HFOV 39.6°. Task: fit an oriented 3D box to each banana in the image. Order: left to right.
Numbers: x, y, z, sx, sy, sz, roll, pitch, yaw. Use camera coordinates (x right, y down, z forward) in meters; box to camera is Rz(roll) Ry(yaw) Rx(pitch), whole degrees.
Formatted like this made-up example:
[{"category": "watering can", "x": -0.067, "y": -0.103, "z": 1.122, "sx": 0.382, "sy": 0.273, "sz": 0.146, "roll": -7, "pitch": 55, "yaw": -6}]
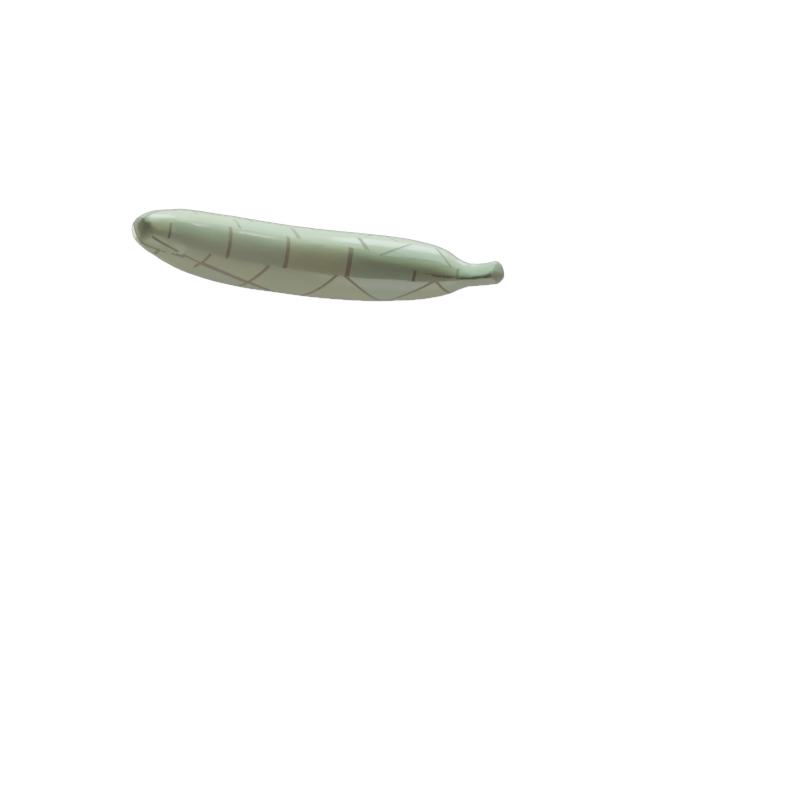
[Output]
[{"category": "banana", "x": -0.048, "y": -0.079, "z": 0.598, "sx": 0.193, "sy": 0.038, "sz": 0.068, "roll": 4, "pitch": -15, "yaw": -15}]
